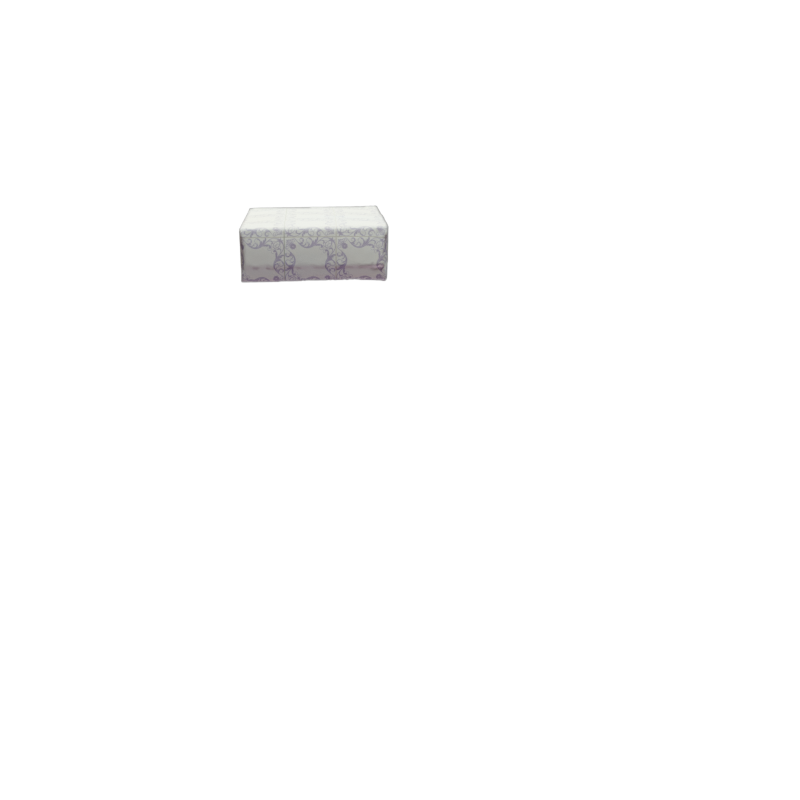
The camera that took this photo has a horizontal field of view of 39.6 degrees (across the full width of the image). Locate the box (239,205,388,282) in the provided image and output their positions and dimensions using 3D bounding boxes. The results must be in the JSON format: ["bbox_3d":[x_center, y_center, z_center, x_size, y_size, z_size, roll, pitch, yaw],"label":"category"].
[{"bbox_3d":[-0.056,-0.102,0.714,0.090,0.038,0.116,-1,13,-3],"label":"box"}]
